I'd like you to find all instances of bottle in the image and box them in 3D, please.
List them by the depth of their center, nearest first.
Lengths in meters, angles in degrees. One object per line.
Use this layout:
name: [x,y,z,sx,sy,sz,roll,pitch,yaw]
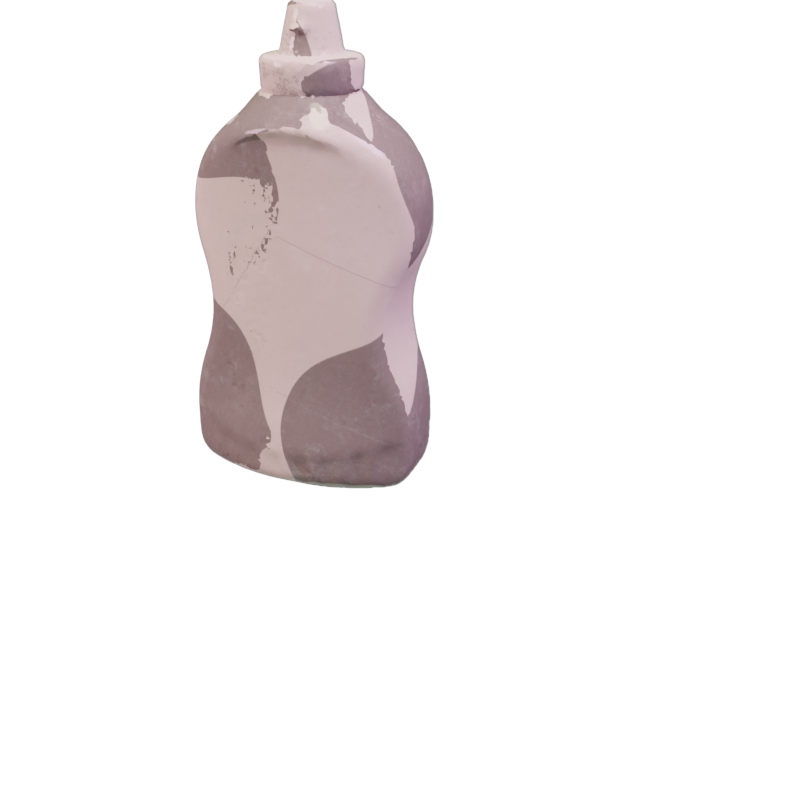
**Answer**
bottle: [-0.035,-0.064,0.447,0.099,0.184,0.059,9,19,22]
